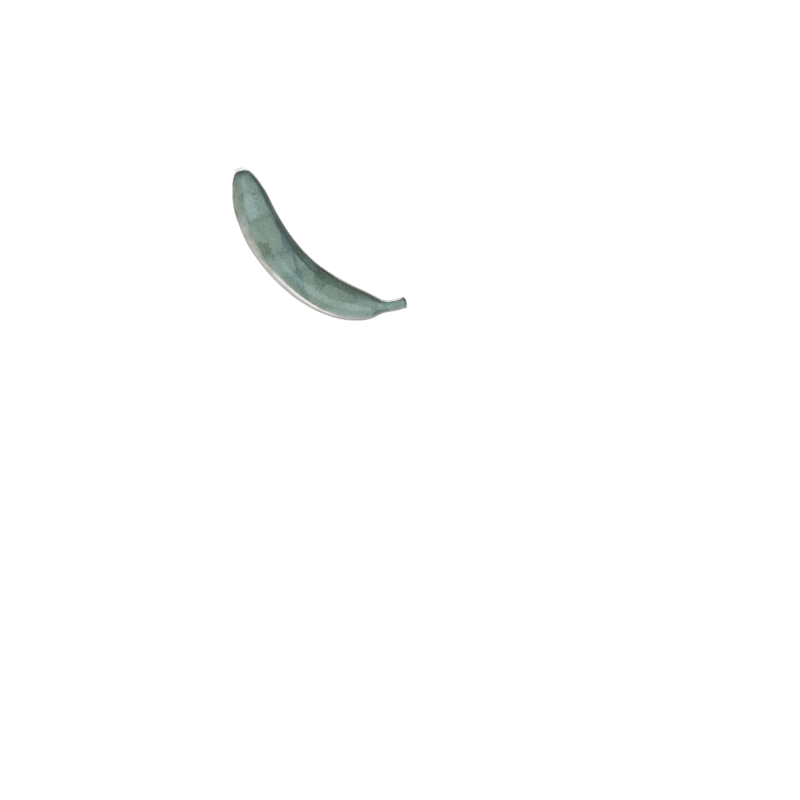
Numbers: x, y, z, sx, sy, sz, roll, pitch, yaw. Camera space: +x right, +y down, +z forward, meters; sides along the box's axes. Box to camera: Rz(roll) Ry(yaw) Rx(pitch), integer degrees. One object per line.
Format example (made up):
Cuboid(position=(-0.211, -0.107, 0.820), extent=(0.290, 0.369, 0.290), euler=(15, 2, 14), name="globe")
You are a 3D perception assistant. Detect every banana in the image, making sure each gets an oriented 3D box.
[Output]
Cuboid(position=(-0.087, -0.128, 1.000), extent=(0.190, 0.068, 0.039), euler=(37, 20, -16), name="banana")
